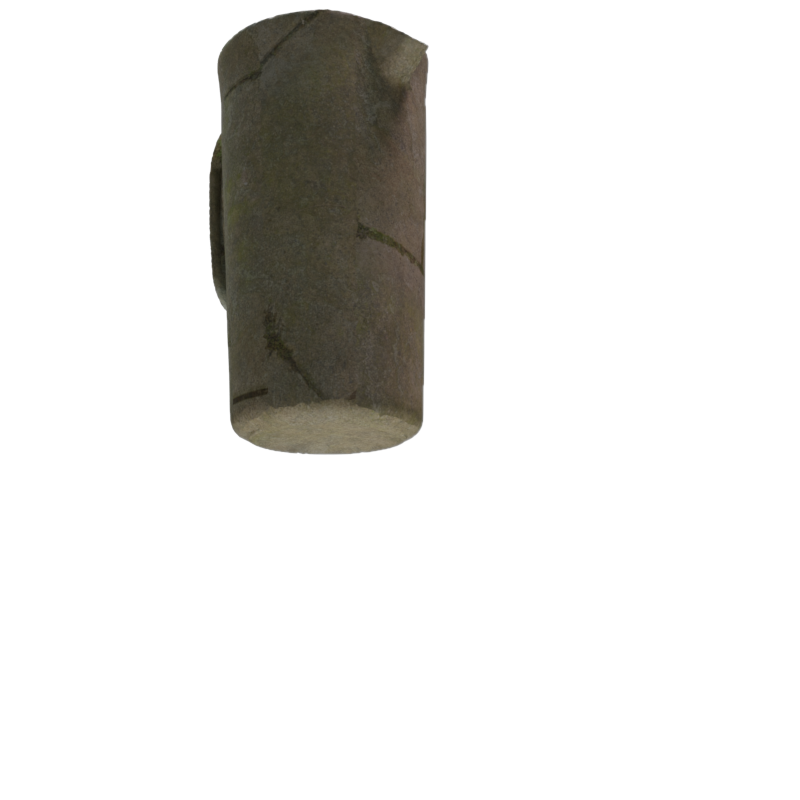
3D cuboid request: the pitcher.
[{"bbox_3d":[-0.052,-0.095,0.665,0.145,0.255,0.142,-1,-19,0],"label":"pitcher"}]
